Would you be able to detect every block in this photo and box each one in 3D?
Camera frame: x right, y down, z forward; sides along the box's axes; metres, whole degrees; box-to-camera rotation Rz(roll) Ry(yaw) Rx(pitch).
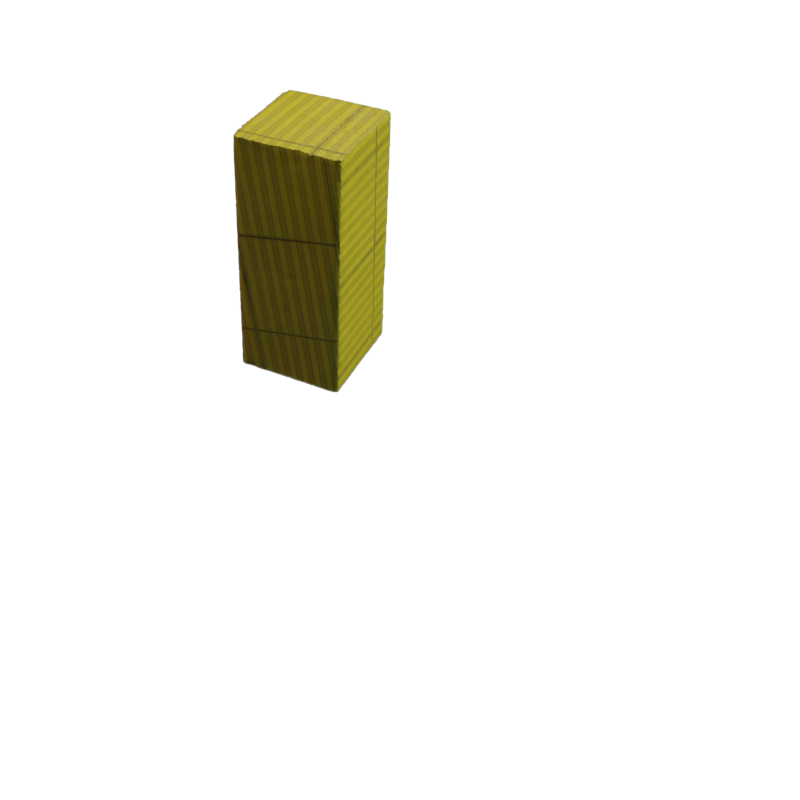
[{"bbox_3d":[-0.068,-0.123,0.861,0.093,0.193,0.093,16,38,18],"label":"block"}]
